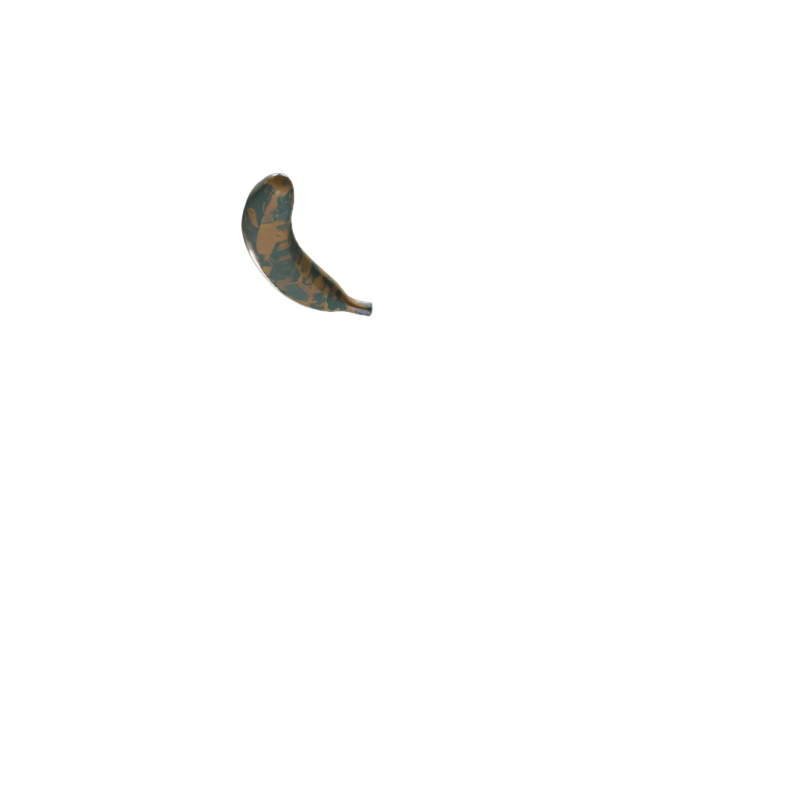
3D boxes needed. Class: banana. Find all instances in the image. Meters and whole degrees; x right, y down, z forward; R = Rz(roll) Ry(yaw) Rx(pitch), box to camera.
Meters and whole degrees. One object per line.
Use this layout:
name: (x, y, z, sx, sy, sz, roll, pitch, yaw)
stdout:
banana: (-0.082, -0.115, 0.842, 0.071, 0.039, 0.184, -9, -26, 16)
